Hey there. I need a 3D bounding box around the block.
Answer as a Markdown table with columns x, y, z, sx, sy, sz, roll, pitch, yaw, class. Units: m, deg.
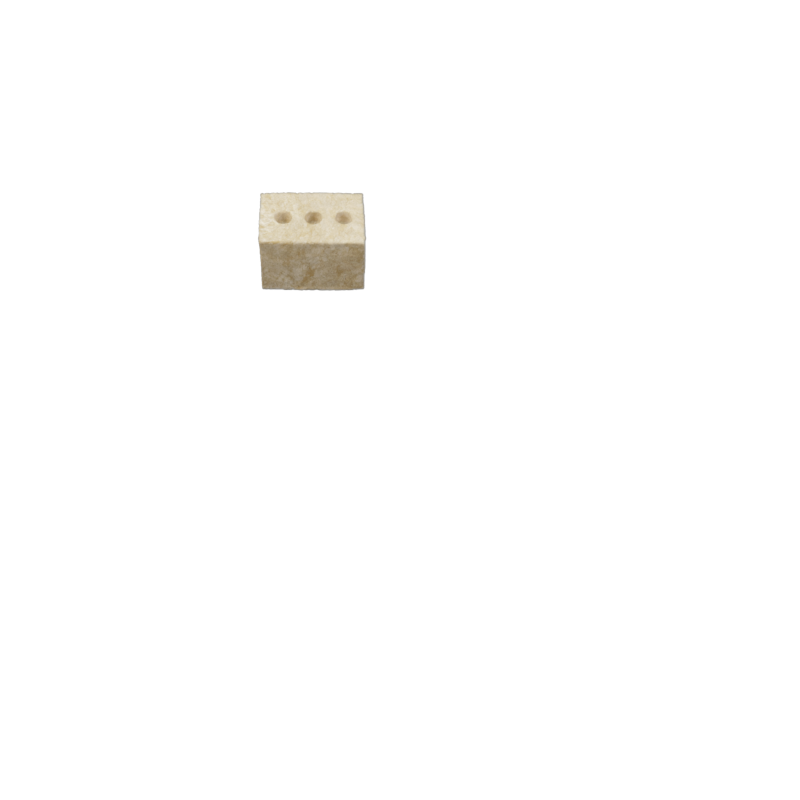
| x | y | z | sx | sy | sz | roll | pitch | yaw | class |
| --- | --- | --- | --- | --- | --- | --- | --- | --- | --- |
| -0.063 | -0.116 | 0.810 | 0.078 | 0.057 | 0.048 | 0 | -42 | -2 | block |
